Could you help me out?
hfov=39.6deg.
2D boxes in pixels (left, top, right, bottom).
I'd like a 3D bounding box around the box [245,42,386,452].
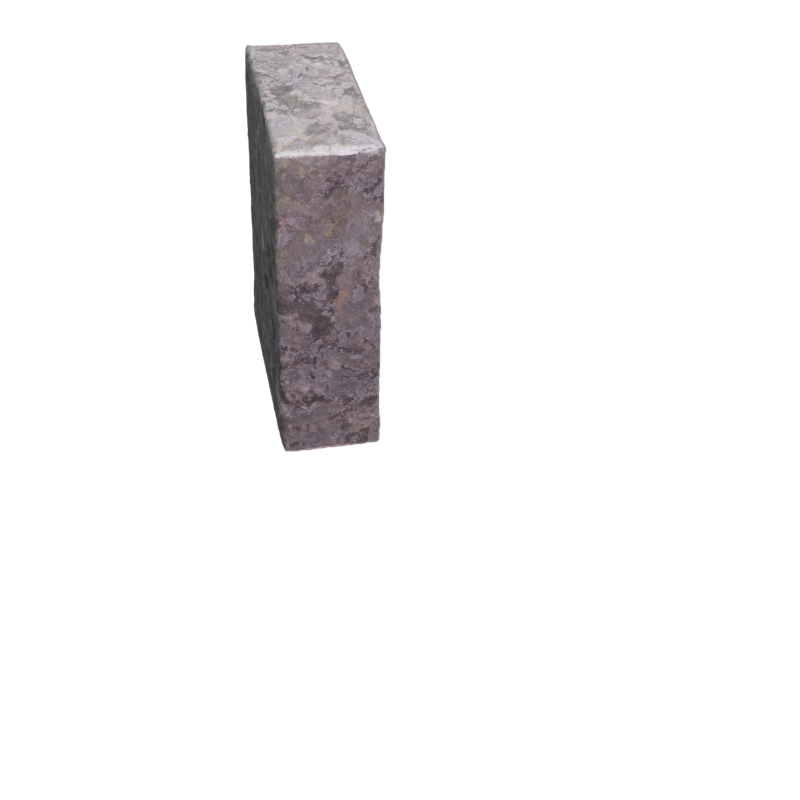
[{"bbox_3d":[-0.056,-0.102,0.716,0.071,0.200,0.177,-5,36,-11],"label":"box"}]
